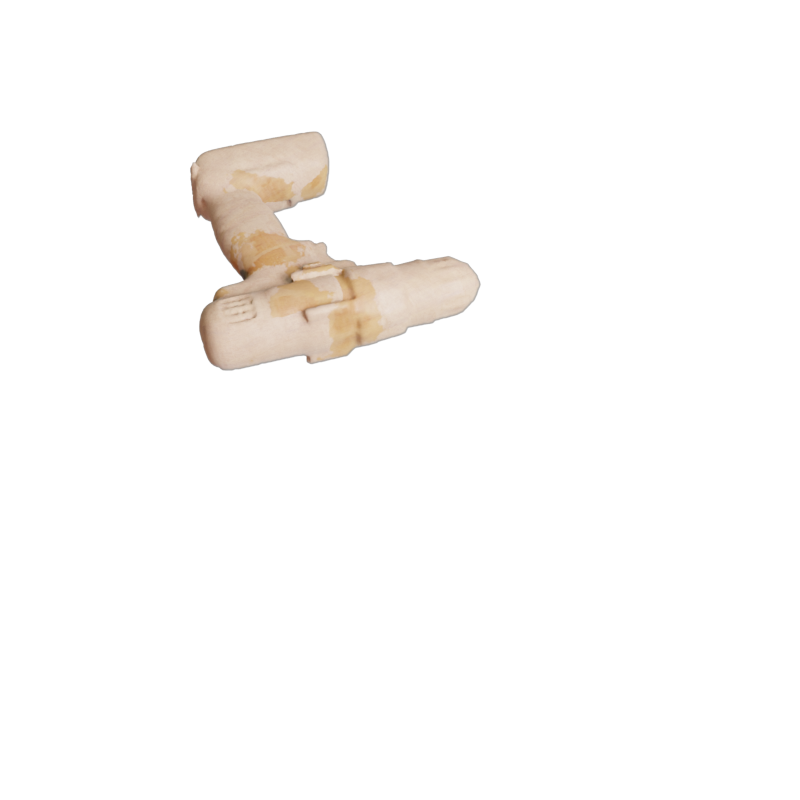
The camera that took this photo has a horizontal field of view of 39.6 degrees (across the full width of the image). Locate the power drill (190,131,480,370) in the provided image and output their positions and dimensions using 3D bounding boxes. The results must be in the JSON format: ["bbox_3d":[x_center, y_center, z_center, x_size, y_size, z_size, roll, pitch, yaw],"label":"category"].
[{"bbox_3d":[-0.060,-0.109,0.760,0.182,0.053,0.203,-12,46,-13],"label":"power drill"}]
